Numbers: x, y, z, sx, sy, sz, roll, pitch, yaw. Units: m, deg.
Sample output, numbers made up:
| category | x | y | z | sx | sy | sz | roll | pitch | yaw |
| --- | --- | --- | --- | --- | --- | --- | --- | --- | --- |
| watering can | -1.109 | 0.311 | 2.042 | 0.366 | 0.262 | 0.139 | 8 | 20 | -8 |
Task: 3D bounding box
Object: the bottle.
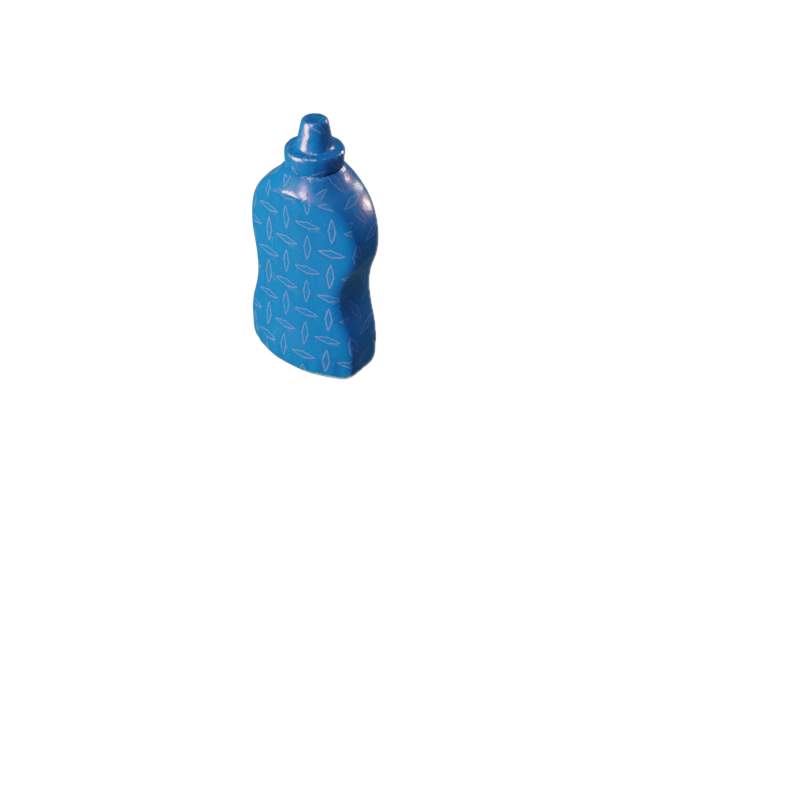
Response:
| category | x | y | z | sx | sy | sz | roll | pitch | yaw |
| --- | --- | --- | --- | --- | --- | --- | --- | --- | --- |
| bottle | -0.061 | -0.111 | 0.779 | 0.102 | 0.179 | 0.059 | 27 | 42 | 30 |
